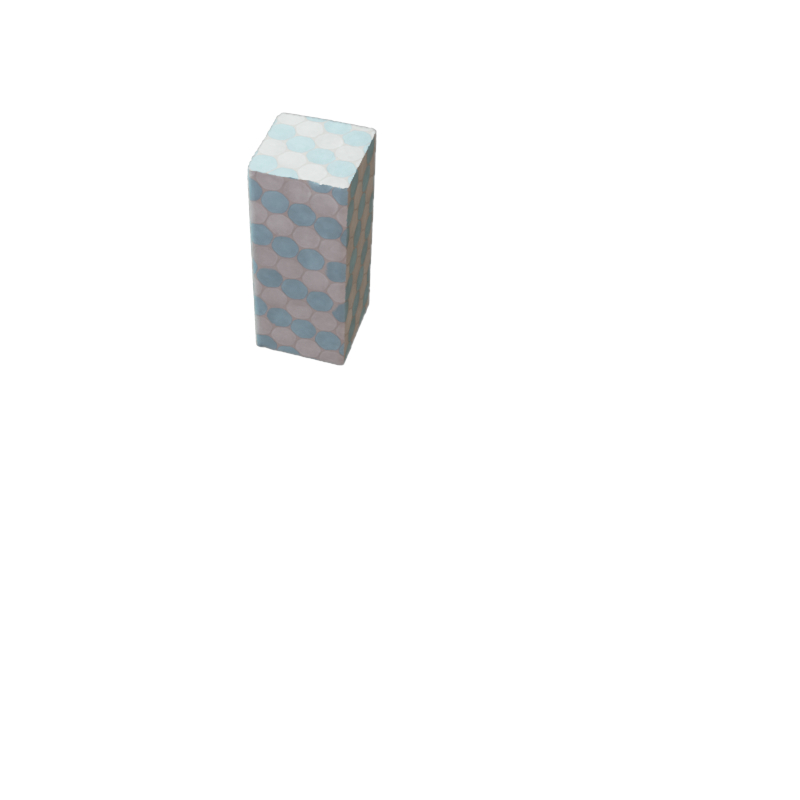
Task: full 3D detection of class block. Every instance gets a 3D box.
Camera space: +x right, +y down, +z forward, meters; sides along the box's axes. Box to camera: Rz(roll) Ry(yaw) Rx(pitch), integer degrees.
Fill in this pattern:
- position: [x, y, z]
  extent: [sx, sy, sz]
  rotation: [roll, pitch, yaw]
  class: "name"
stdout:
- position: [-0.078, -0.142, 0.992]
  extent: [0.092, 0.192, 0.095]
  rotation: [13, 45, 9]
  class: "block"
